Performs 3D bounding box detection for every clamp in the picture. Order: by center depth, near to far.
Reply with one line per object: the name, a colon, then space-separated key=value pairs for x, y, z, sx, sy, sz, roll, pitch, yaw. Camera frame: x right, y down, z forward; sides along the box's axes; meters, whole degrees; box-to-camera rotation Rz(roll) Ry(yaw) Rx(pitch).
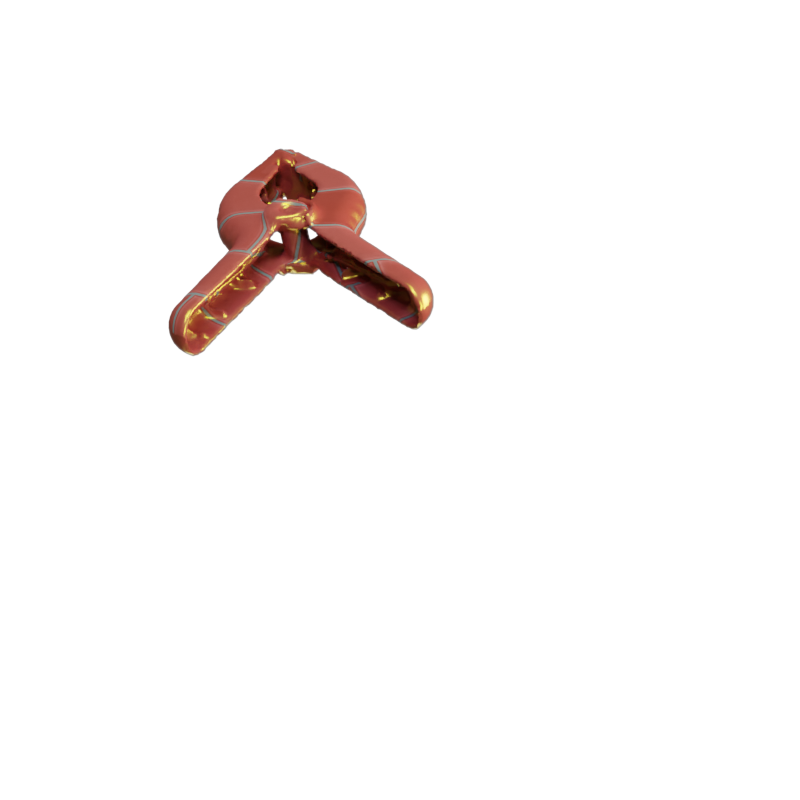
clamp: x=-0.044 y=-0.080 z=0.562 sx=0.120 sy=0.037 sz=0.183 roll=2 pitch=38 yaw=2
